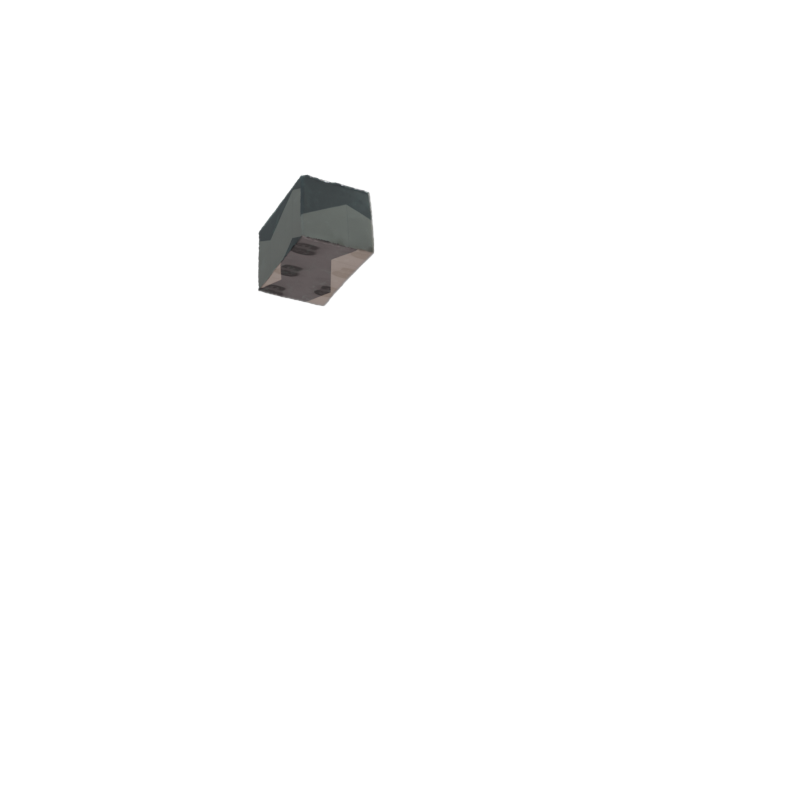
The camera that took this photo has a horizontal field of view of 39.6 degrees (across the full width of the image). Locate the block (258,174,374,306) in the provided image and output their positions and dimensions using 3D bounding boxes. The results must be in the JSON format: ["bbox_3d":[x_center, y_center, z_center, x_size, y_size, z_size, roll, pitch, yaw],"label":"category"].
[{"bbox_3d":[-0.059,-0.107,0.749,0.051,0.054,0.076,14,-31,-25],"label":"block"}]
